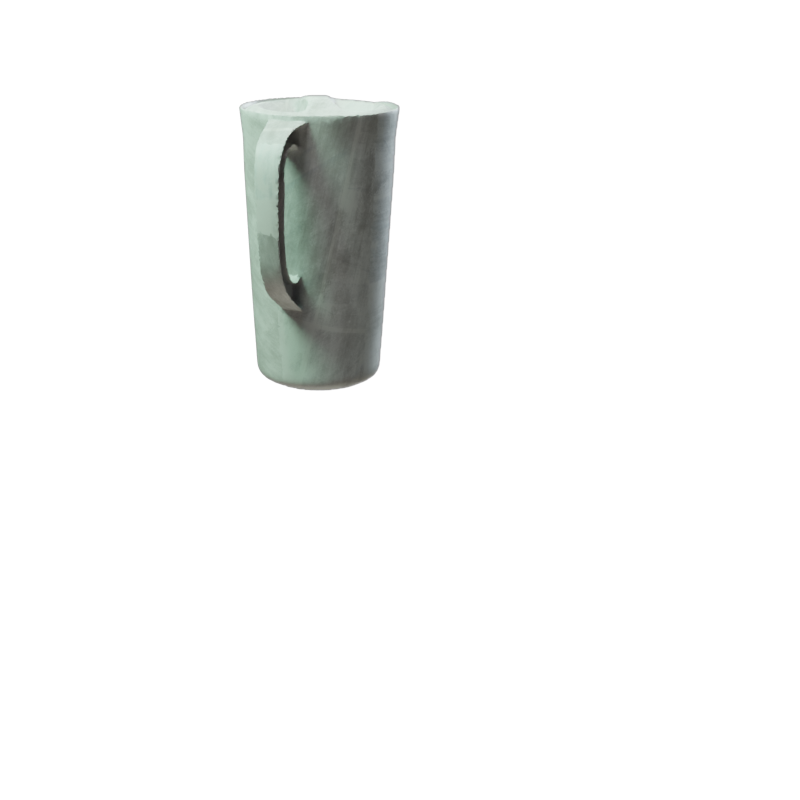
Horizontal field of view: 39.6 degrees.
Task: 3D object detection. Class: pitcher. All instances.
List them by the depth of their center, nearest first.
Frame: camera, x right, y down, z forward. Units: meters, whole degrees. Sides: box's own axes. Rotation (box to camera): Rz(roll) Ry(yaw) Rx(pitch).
[{"bbox_3d":[-0.074,-0.134,0.940,0.146,0.235,0.153,-7,17,-25],"label":"pitcher"}]
